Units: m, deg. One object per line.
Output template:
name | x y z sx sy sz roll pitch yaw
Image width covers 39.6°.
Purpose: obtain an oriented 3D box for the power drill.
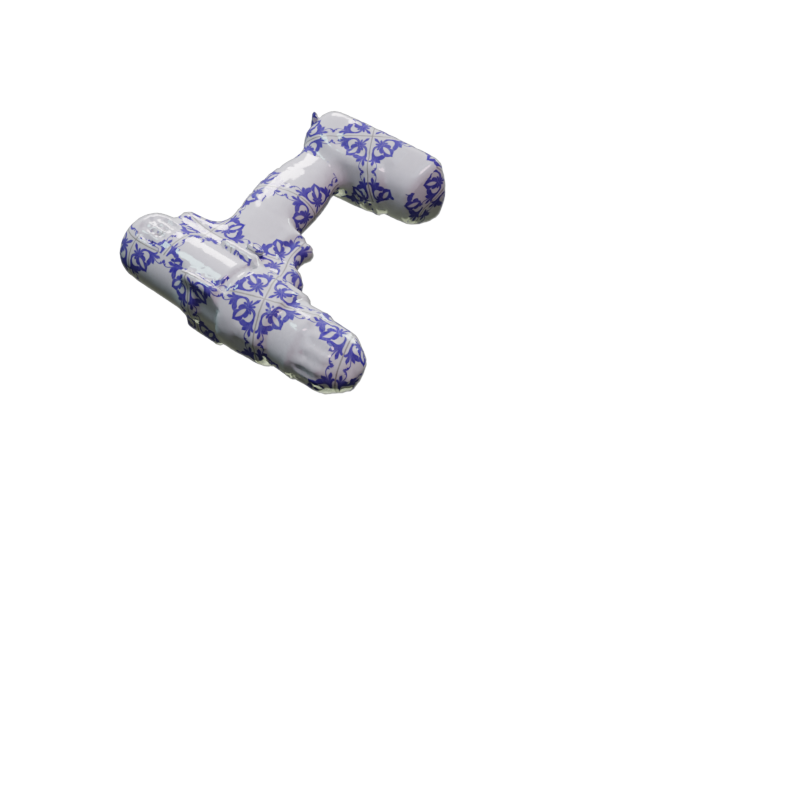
power drill | -0.055 -0.100 0.700 0.195 0.053 0.190 31 54 25
